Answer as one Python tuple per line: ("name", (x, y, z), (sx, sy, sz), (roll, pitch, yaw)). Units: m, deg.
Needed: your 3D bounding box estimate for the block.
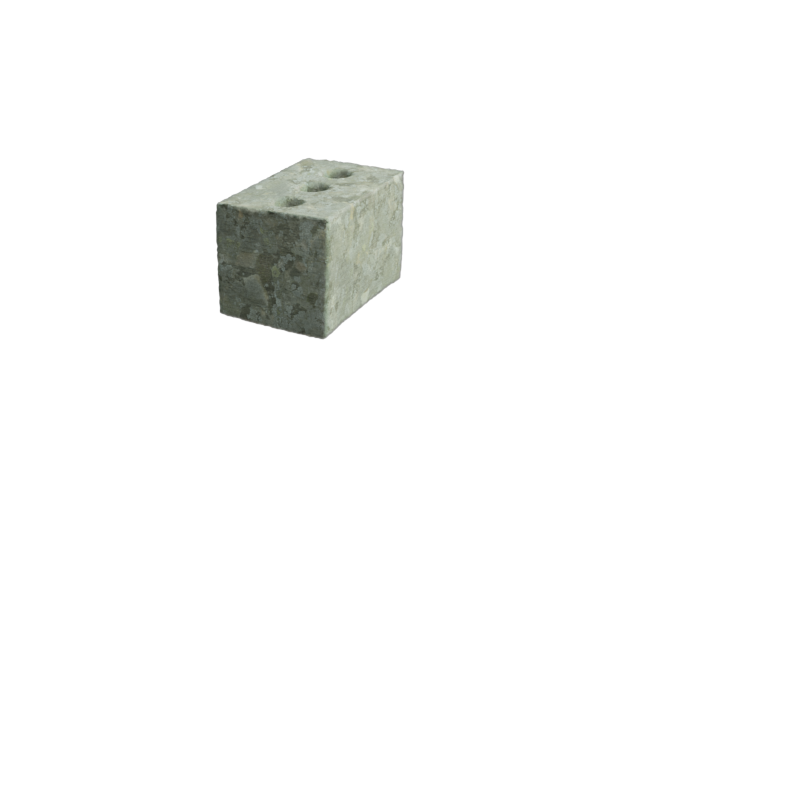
("block", (-0.037, -0.068, 0.477), (0.055, 0.049, 0.079), (11, 28, 22))
